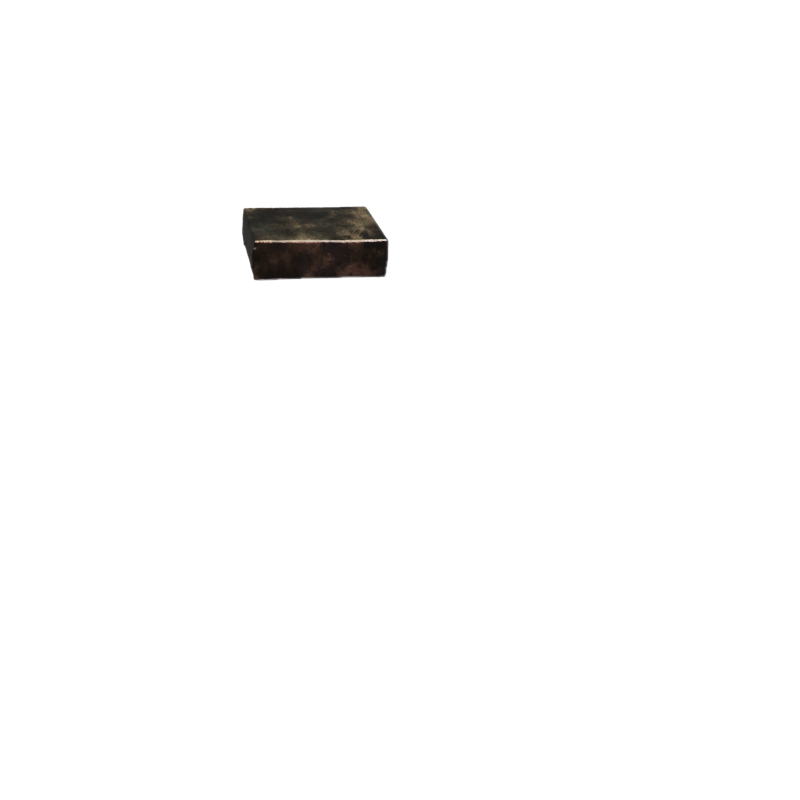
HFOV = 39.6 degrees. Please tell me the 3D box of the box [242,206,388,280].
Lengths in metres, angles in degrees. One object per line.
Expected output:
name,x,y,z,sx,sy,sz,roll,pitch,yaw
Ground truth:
box,-0.073,-0.134,0.935,0.112,0.037,0.095,-5,25,-10
